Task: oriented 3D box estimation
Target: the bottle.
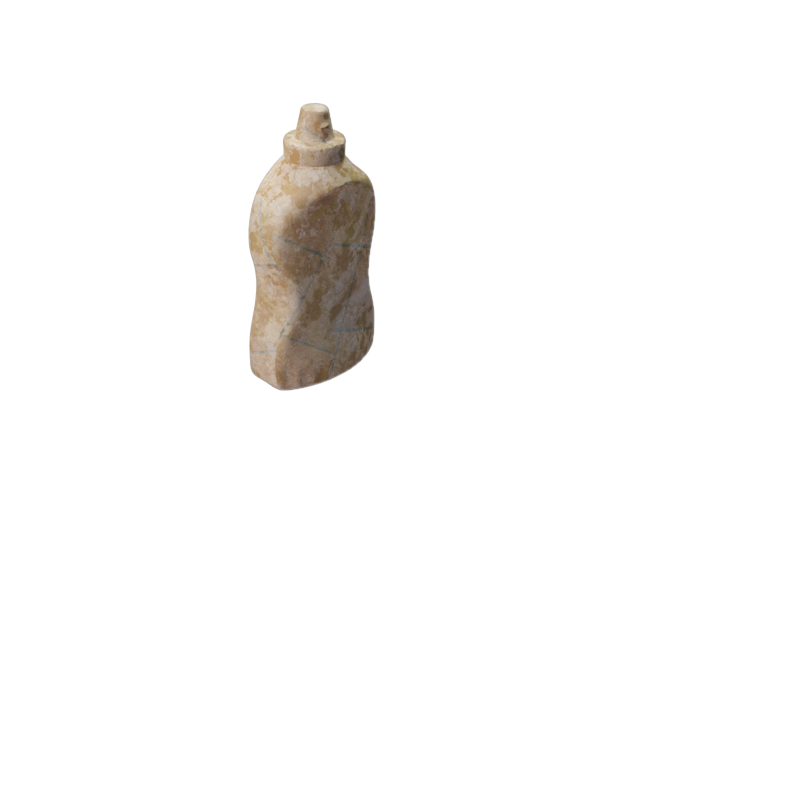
[{"bbox_3d":[-0.058,-0.107,0.749,0.095,0.181,0.062,-22,36,-38],"label":"bottle"}]
